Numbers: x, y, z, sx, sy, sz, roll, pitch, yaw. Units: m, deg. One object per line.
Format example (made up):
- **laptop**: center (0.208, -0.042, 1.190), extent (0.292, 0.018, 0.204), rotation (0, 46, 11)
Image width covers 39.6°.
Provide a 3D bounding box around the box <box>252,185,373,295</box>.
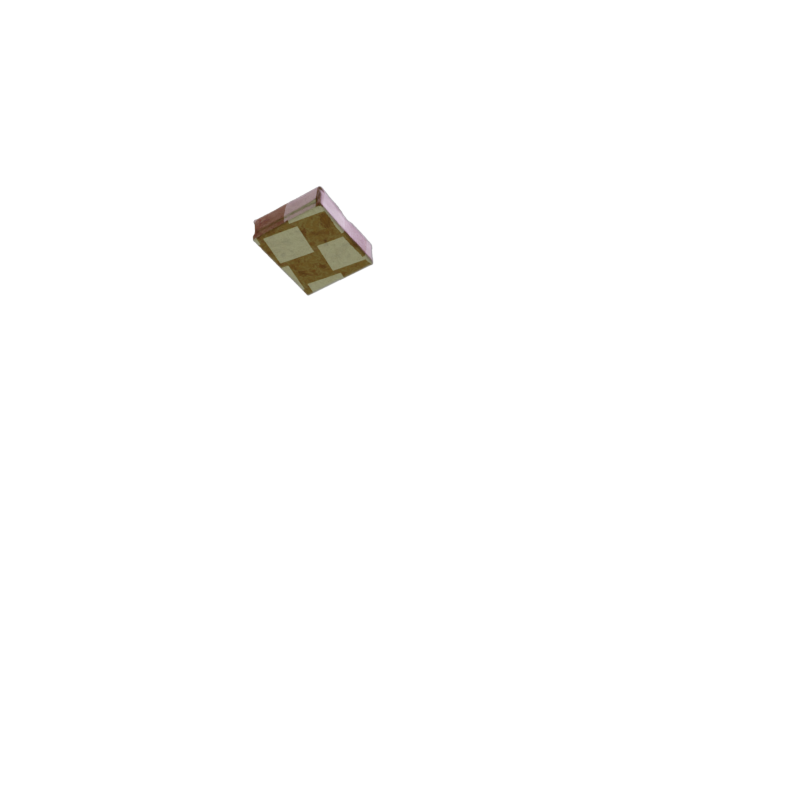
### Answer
- **box**: center (-0.078, -0.142, 0.997), extent (0.073, 0.032, 0.083), rotation (-25, -50, 23)
